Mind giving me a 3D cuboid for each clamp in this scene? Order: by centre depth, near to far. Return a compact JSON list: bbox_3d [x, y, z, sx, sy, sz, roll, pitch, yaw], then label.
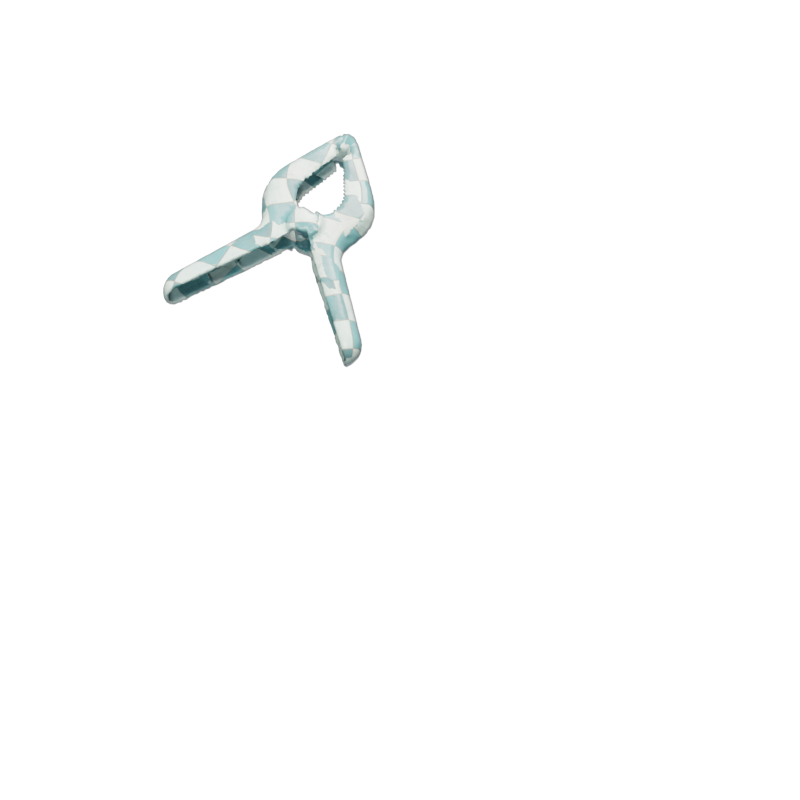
[{"bbox_3d":[-0.071,-0.129,0.902,0.170,0.217,0.034,24,-29,14],"label":"clamp"}]
